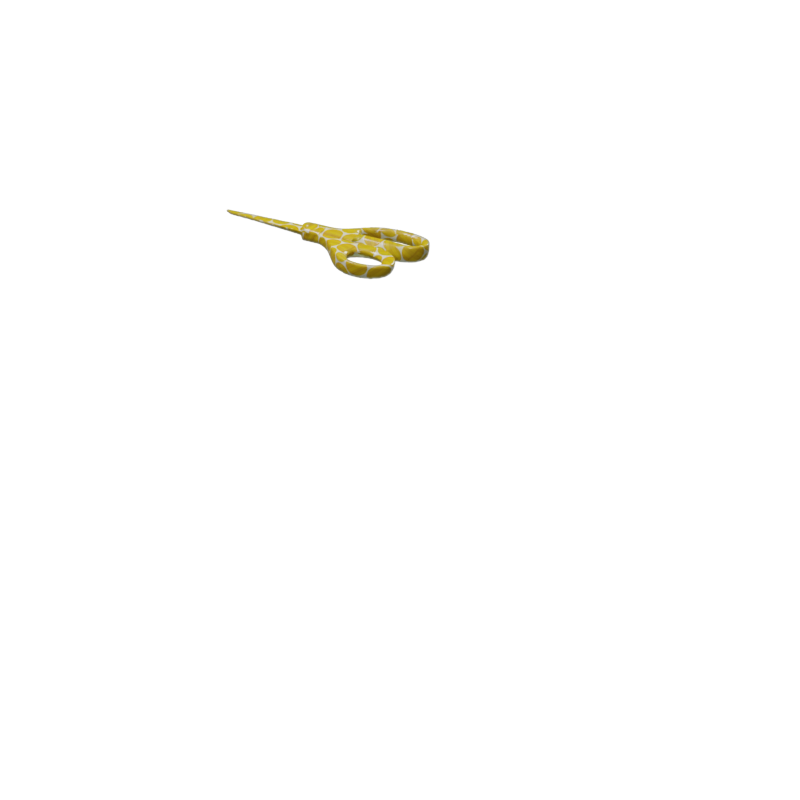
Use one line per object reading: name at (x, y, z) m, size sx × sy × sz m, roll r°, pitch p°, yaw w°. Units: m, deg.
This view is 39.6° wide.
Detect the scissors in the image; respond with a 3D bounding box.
scissors at (-0.077, -0.140, 0.977) m, size 0.207 × 0.015 × 0.099 m, roll 9°, pitch 30°, yaw 16°
